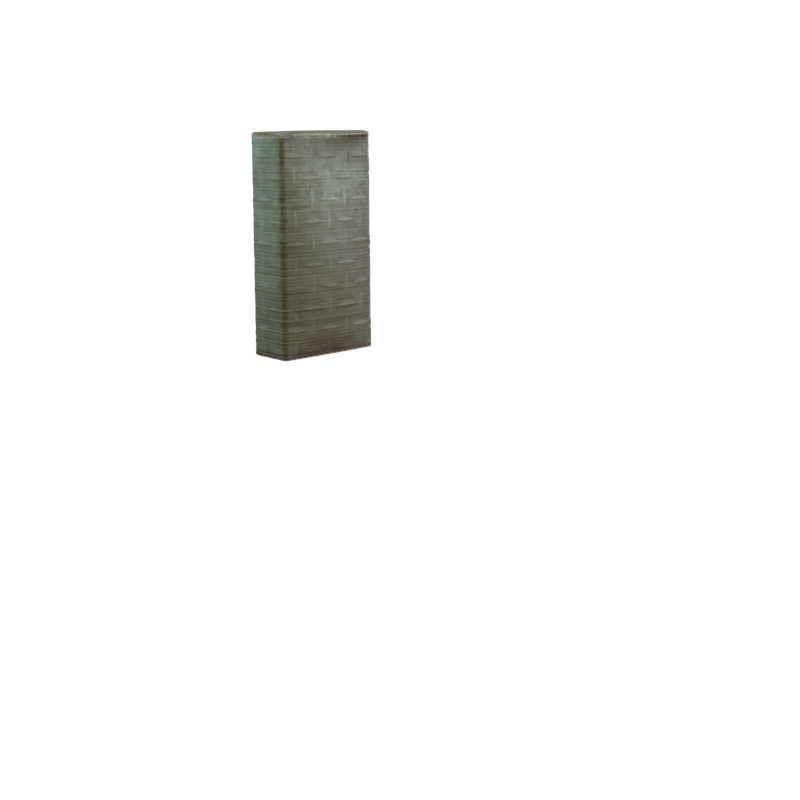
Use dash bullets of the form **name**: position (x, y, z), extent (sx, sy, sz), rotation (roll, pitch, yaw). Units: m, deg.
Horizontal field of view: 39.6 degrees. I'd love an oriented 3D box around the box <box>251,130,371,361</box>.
- **box**: position (-0.069, -0.125, 0.879), extent (0.091, 0.173, 0.050), rotation (-8, 12, -42)
